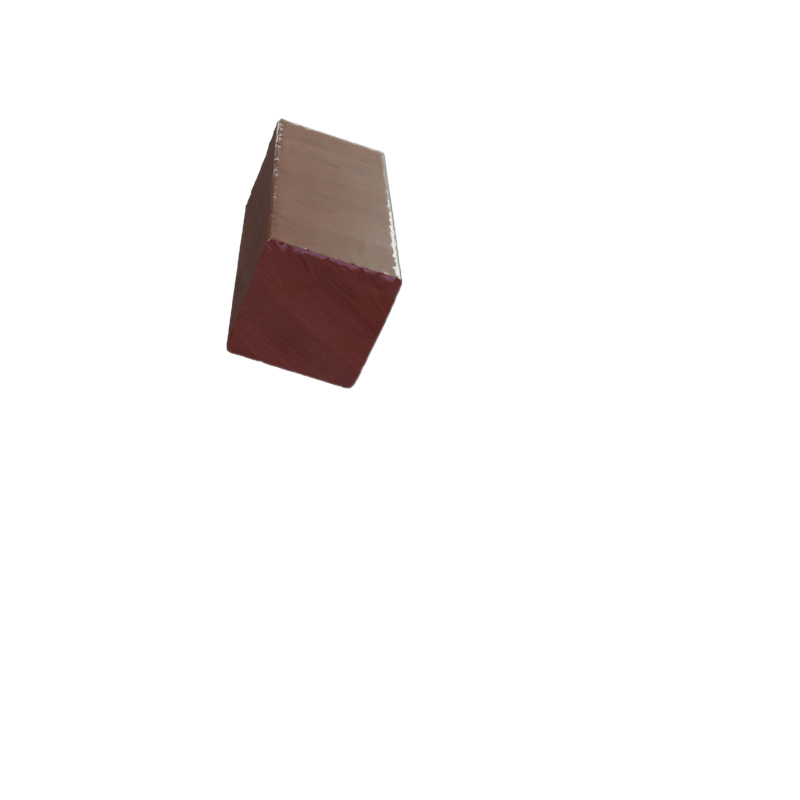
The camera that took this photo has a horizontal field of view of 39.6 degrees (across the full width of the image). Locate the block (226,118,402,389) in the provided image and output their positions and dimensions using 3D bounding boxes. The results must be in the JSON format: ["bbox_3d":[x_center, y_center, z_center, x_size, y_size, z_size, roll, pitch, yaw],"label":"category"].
[{"bbox_3d":[-0.062,-0.112,0.787,0.089,0.087,0.220,17,30,-14],"label":"block"}]
